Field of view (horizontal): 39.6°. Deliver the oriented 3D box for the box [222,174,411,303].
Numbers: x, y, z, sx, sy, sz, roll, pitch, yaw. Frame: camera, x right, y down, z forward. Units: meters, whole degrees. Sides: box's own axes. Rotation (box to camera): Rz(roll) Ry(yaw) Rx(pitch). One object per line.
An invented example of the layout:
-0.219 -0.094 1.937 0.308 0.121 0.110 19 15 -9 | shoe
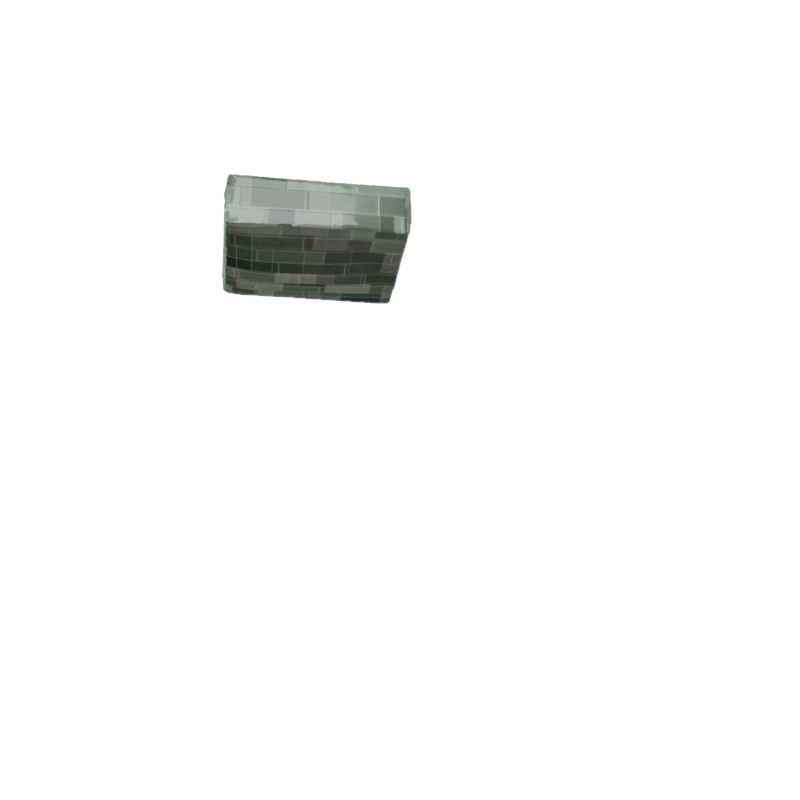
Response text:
-0.054 -0.099 0.693 0.113 0.041 0.085 3 -27 -6 | box
